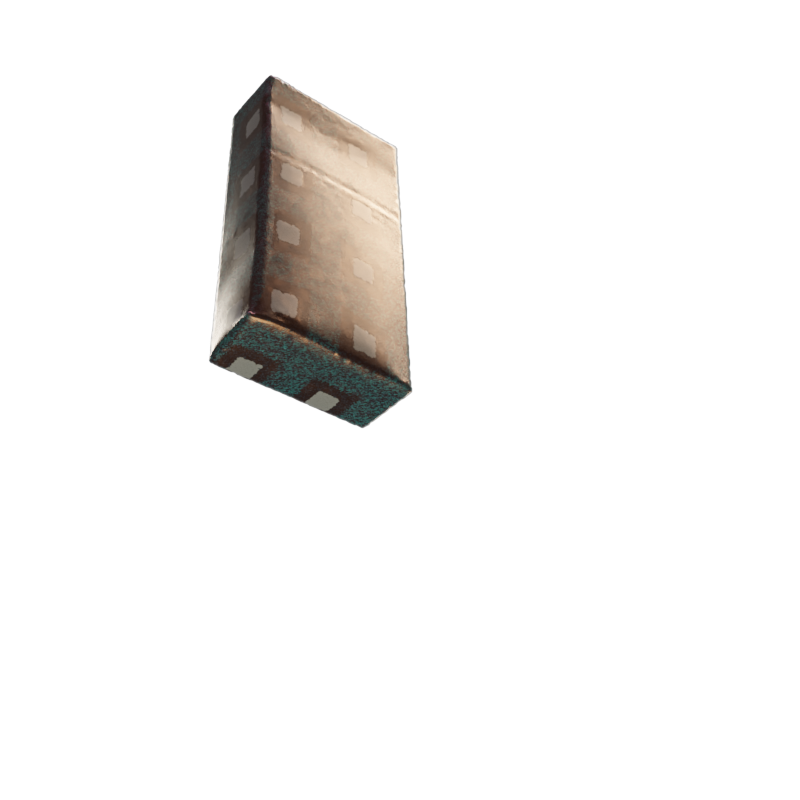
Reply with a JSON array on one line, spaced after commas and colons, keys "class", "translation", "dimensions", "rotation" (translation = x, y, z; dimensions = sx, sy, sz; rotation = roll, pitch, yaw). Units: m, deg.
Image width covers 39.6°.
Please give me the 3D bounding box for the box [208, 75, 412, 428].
[{"class": "box", "translation": [-0.045, -0.082, 0.574], "dimensions": [0.089, 0.189, 0.047], "rotation": [25, -50, -27]}]
